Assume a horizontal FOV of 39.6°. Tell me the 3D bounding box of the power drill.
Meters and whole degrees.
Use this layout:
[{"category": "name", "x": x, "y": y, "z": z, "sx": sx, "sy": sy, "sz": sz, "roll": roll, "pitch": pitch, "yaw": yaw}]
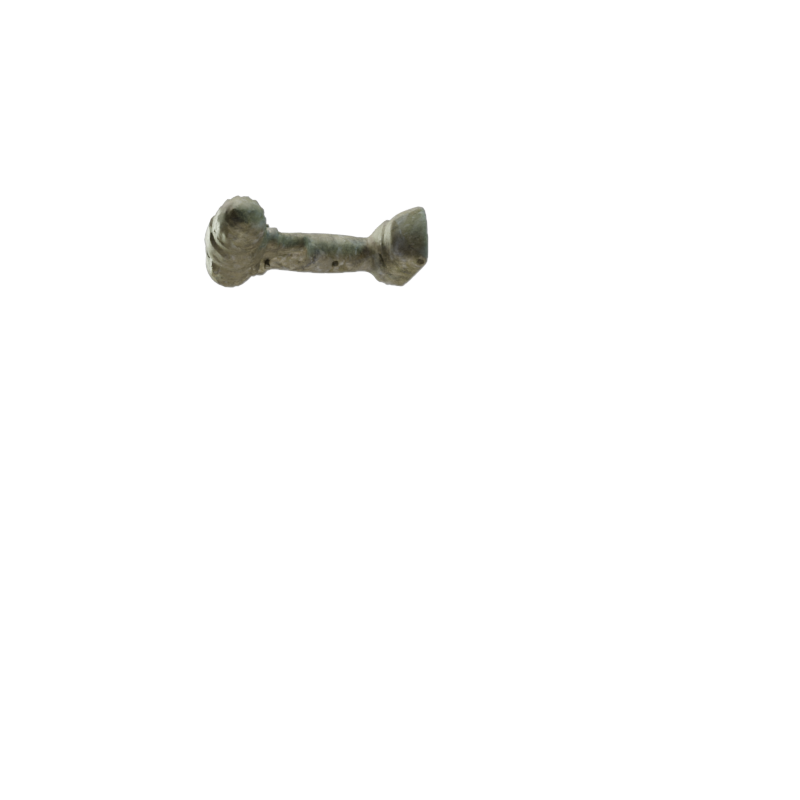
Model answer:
[{"category": "power drill", "x": -0.075, "y": -0.136, "z": 0.955, "sx": 0.185, "sy": 0.059, "sz": 0.183, "roll": 1, "pitch": -5, "yaw": -10}]
